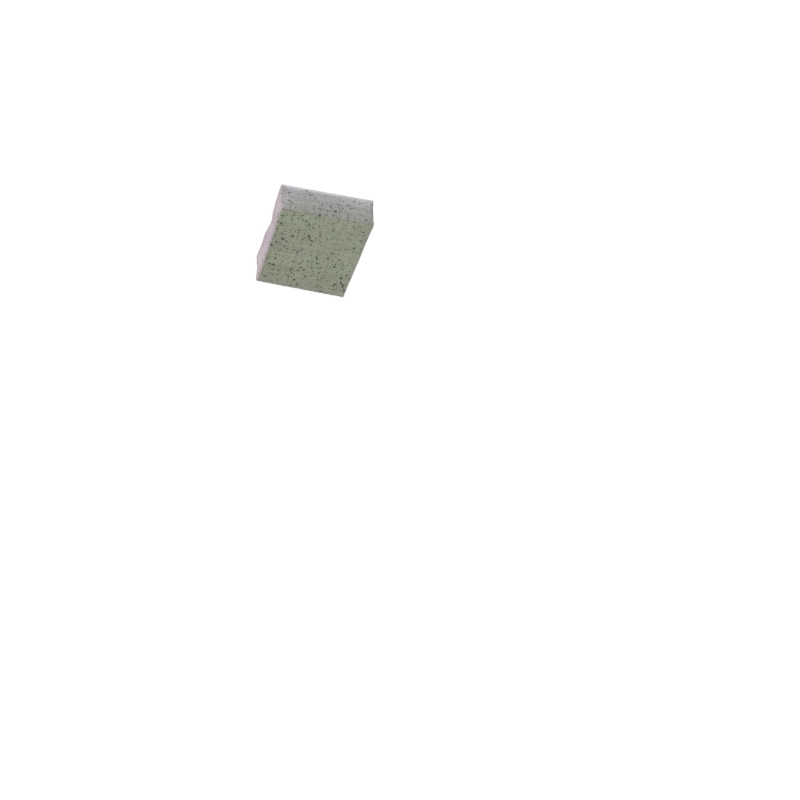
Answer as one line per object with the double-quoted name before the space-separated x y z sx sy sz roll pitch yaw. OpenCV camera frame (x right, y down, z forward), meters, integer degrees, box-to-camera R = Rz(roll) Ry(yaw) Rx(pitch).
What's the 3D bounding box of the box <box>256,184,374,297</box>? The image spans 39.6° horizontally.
"box" -0.067 -0.123 0.861 0.072 0.032 0.085 10 -39 -13
